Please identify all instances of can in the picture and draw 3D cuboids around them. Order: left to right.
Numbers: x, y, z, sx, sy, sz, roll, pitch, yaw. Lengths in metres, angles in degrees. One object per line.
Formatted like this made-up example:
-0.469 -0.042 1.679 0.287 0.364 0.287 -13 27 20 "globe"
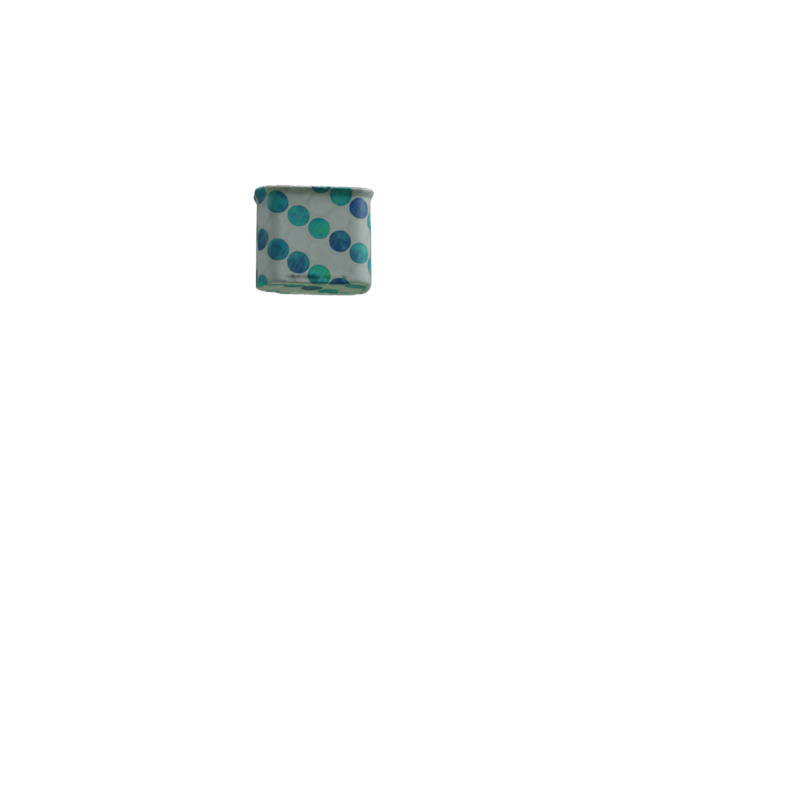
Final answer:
-0.074 -0.134 0.941 0.101 0.086 0.057 1 -10 -8 "can"
